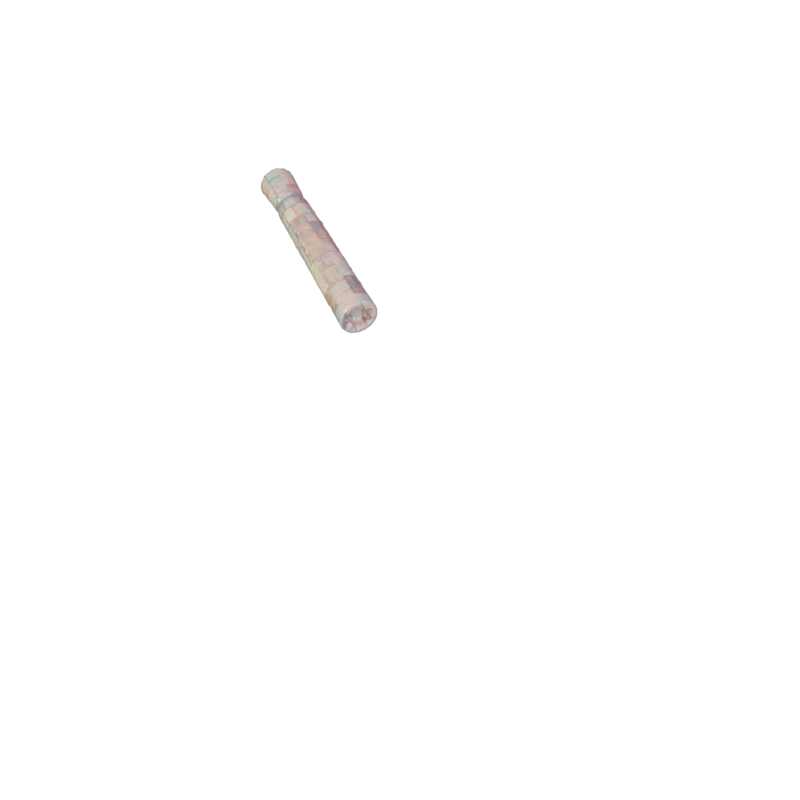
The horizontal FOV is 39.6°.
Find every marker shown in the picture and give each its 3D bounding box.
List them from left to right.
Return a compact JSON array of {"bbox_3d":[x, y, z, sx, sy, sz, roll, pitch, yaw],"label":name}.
[{"bbox_3d":[-0.043,-0.079,0.555,0.019,0.019,0.131,-2,40,-28],"label":"marker"}]
